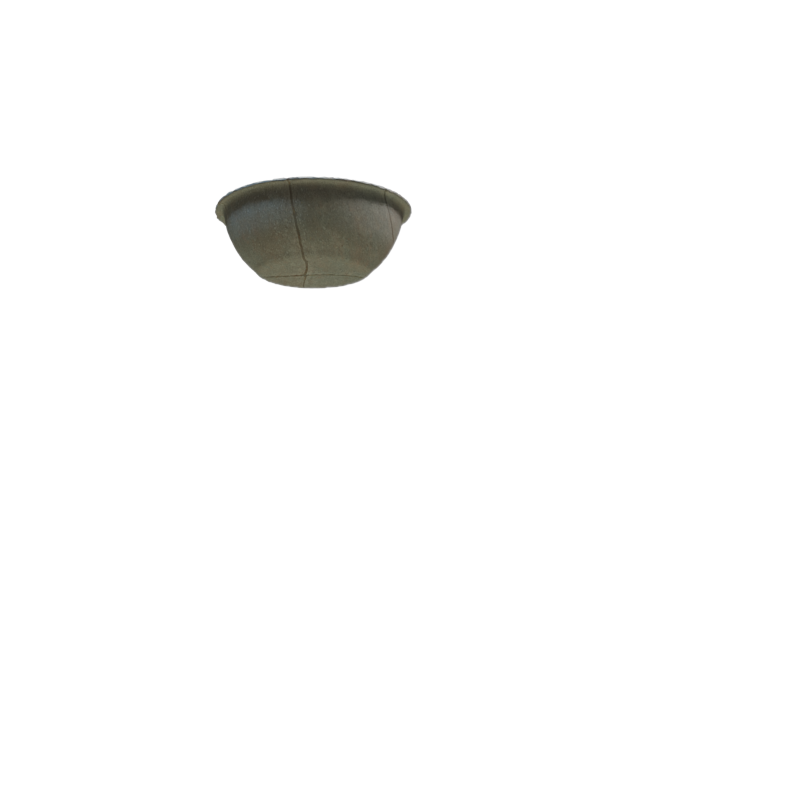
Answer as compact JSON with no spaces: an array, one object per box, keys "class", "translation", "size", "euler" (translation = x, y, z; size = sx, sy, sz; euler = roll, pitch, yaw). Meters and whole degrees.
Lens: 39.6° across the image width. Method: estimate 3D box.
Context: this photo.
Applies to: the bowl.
[{"class":"bowl","translation":[-0.071,-0.129,0.904],"size":[0.162,0.057,0.157],"euler":[0,-11,-2]}]
